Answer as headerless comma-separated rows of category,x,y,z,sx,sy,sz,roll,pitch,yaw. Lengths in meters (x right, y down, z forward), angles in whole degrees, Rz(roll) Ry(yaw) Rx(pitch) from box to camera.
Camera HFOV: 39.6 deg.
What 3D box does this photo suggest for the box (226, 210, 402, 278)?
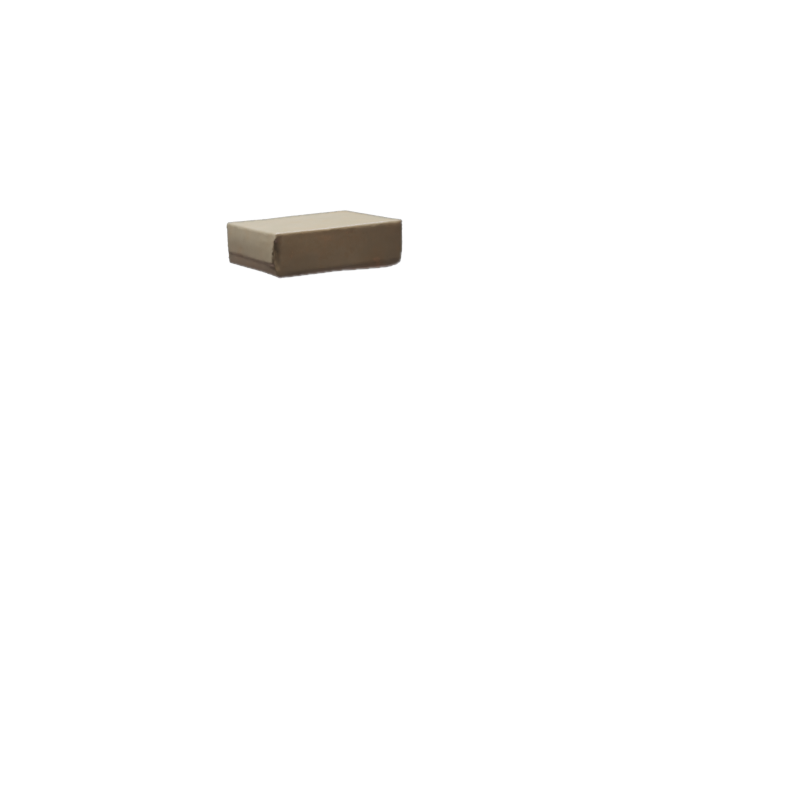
box,-0.068,-0.124,0.871,0.110,0.038,0.095,-9,17,-29
